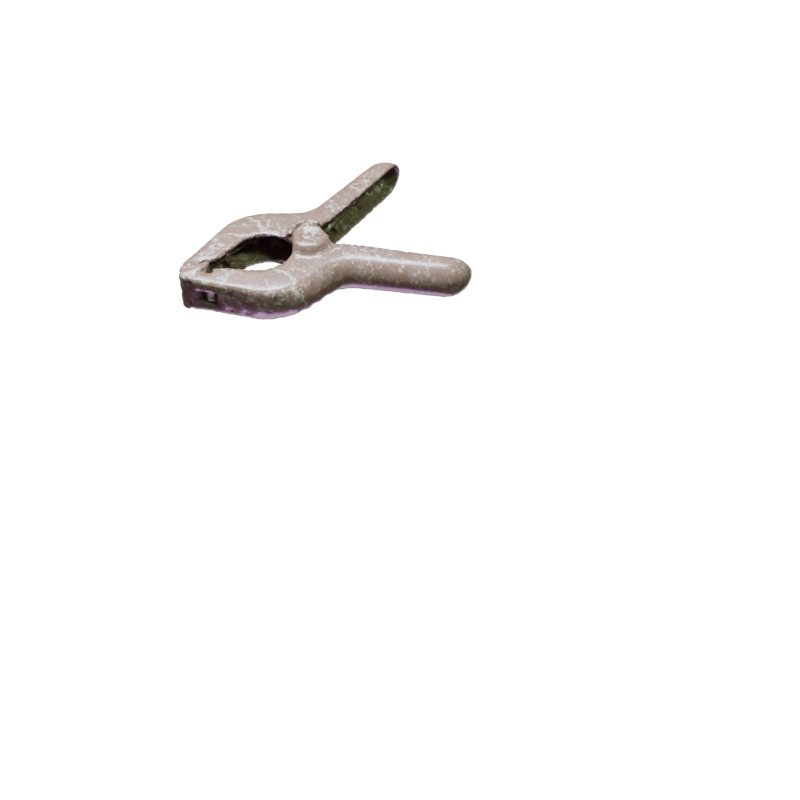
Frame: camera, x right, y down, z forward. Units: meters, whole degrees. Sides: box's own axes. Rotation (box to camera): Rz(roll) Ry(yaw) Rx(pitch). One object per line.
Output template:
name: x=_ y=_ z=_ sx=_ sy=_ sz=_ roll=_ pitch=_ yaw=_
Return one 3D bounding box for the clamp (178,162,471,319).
clamp: x=-0.054 y=-0.098 z=0.687 sx=0.170 sy=0.037 sz=0.130 roll=-9 pitch=41 yaw=-10
